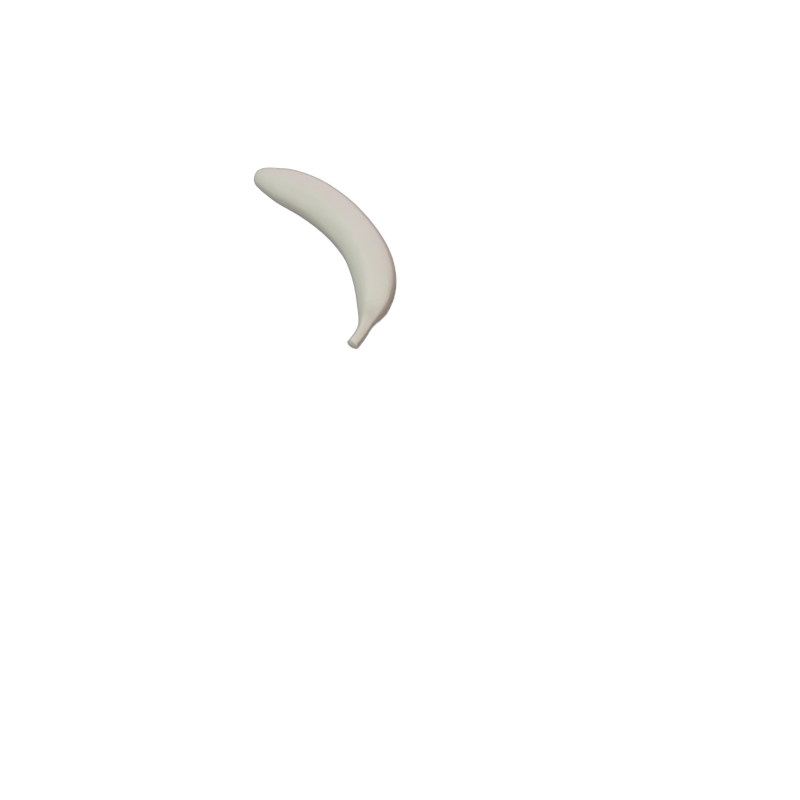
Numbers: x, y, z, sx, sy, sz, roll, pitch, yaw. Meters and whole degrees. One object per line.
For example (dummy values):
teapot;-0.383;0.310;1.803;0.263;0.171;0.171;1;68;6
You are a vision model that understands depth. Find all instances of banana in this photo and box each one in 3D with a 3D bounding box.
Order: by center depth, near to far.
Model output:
banana;-0.055;-0.137;0.932;0.069;0.213;0.034;-22;-32;-15
